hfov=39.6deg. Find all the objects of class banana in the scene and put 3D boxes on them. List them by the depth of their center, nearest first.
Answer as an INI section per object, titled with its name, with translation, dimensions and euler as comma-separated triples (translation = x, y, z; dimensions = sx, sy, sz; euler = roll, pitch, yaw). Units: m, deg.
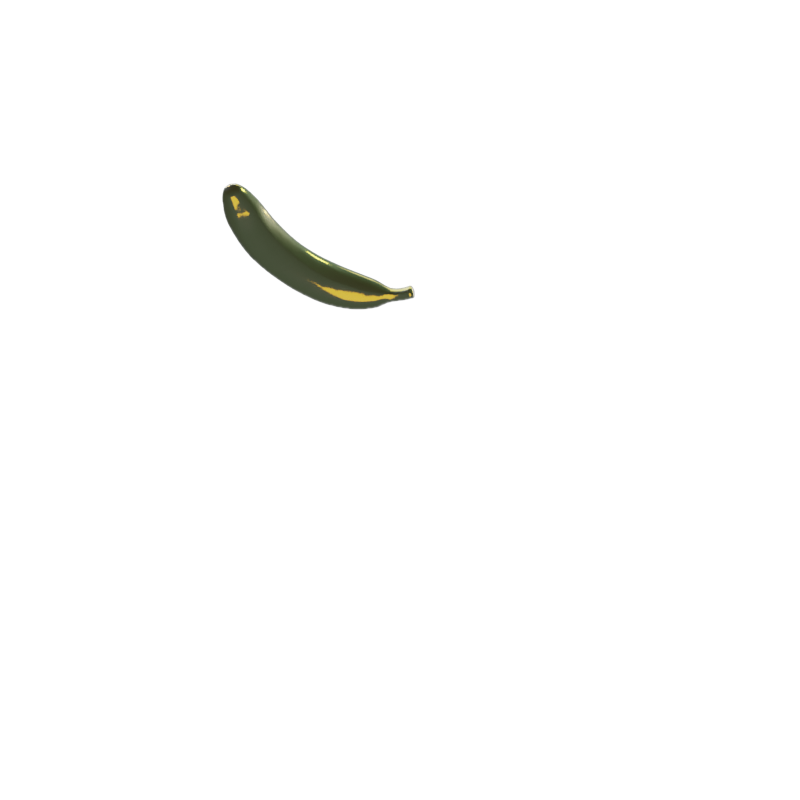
[banana]
translation = -0.083, -0.124, 0.956
dimensions = 0.188, 0.039, 0.068
euler = 27, -49, -26
